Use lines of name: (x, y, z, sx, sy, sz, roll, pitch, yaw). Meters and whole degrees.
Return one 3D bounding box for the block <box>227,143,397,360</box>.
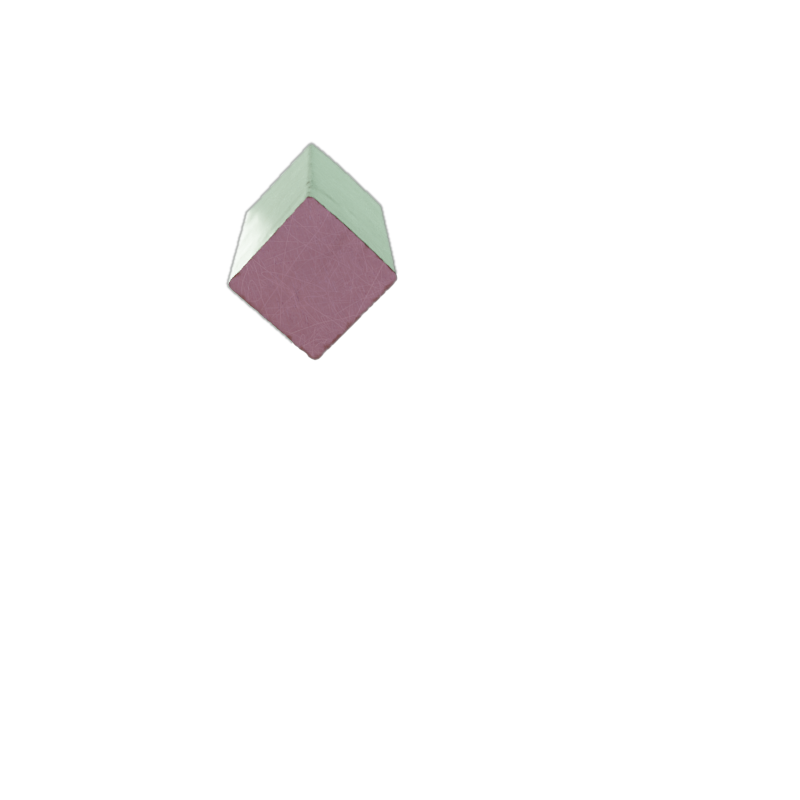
block: (-0.068, -0.126, 0.882, 0.087, 0.090, 0.216, 41, 14, -17)
